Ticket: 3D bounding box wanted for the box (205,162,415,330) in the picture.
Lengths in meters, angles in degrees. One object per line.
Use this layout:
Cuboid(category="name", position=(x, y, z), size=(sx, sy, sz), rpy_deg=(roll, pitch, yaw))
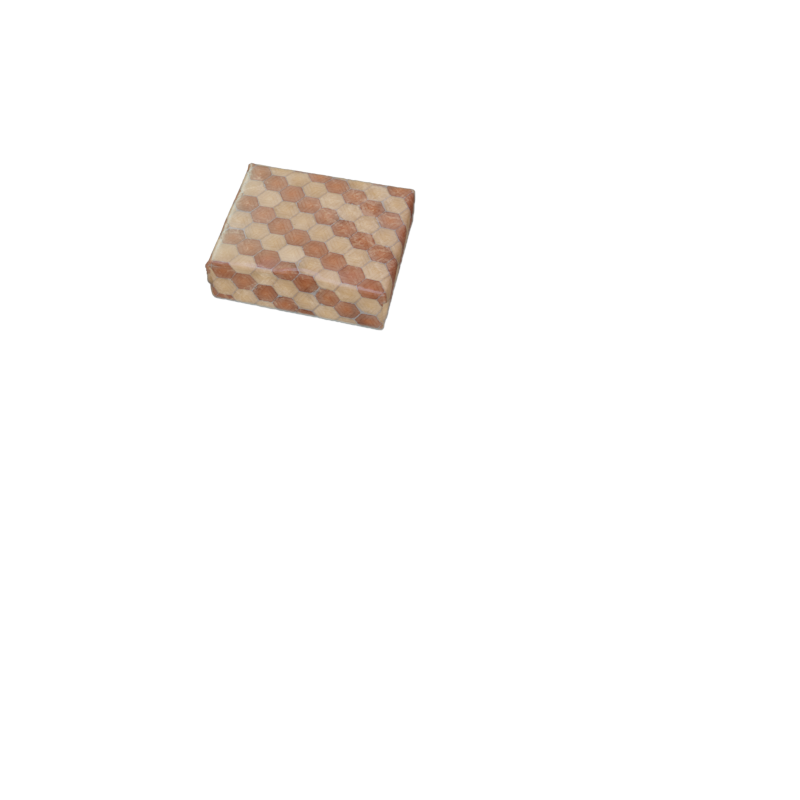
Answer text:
Cuboid(category="box", position=(-0.043, -0.078, 0.549), size=(0.091, 0.077, 0.028), rpy_deg=(11, -39, 8))
